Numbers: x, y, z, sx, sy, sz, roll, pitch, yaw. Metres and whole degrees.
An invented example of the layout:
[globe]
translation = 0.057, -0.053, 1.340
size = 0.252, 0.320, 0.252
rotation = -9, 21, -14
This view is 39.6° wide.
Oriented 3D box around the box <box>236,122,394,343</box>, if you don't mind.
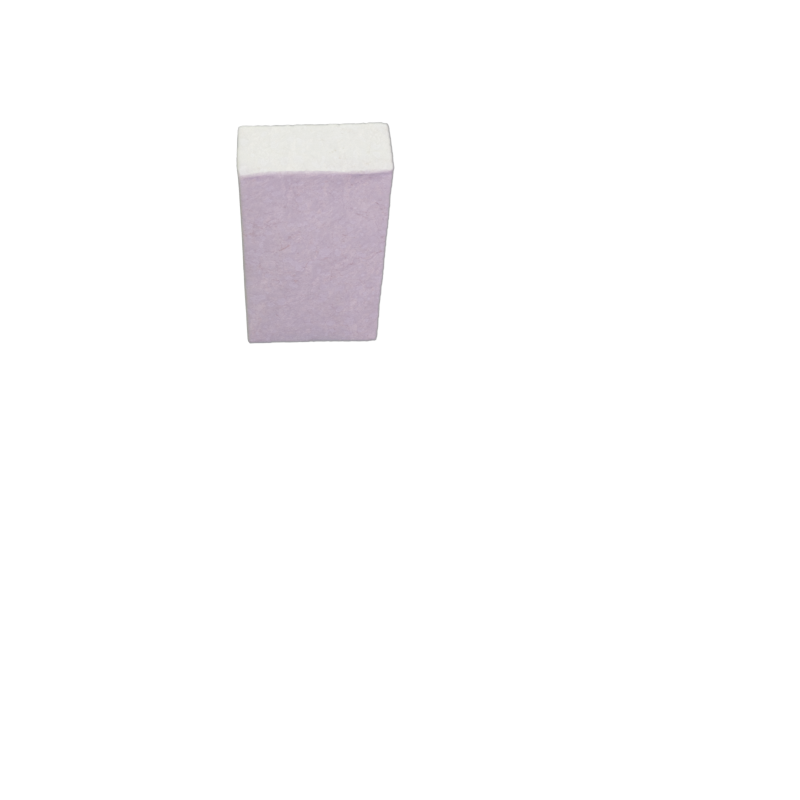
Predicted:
[box]
translation = -0.056, -0.101, 0.713
size = 0.093, 0.051, 0.165
rotation = -1, -31, -4
